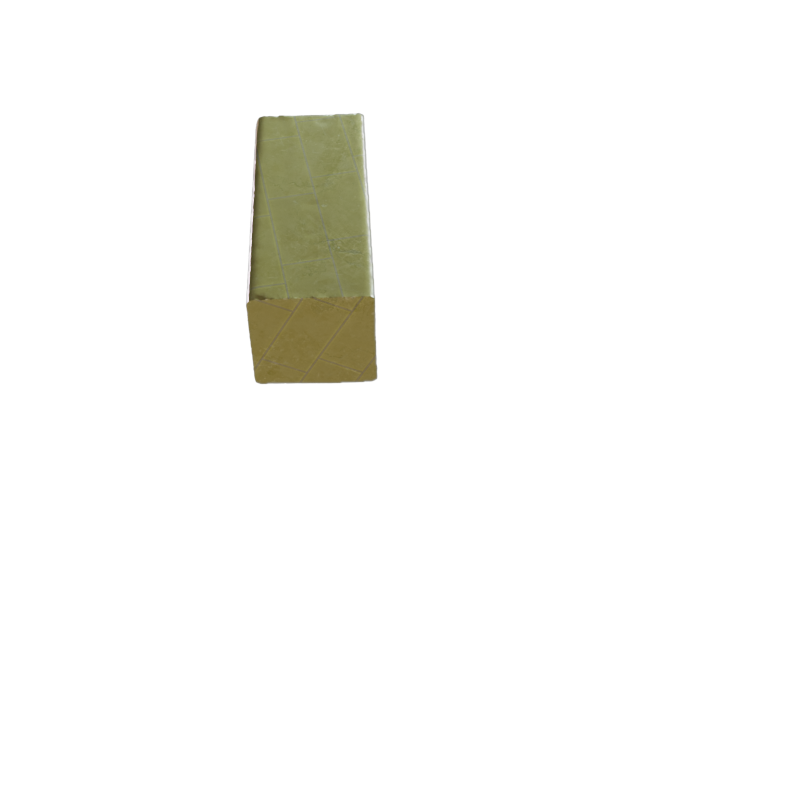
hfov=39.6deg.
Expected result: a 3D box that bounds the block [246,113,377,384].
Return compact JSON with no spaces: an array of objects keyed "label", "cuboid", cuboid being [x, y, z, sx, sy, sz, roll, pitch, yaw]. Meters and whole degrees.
[{"label":"block","cuboid":[-0.067,-0.120,0.845,0.090,0.221,0.084,-3,-43,-1]}]
